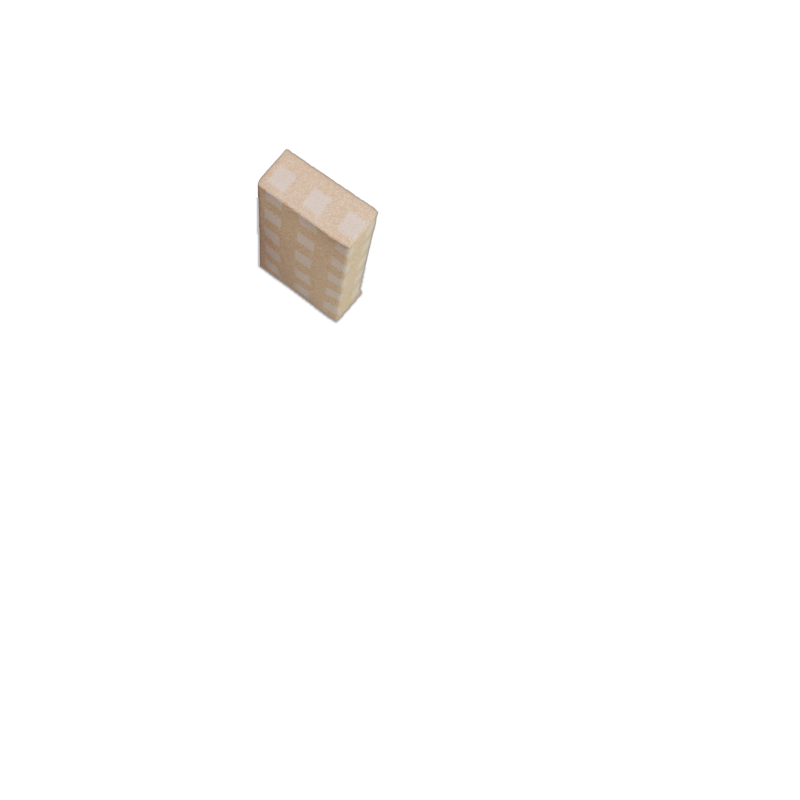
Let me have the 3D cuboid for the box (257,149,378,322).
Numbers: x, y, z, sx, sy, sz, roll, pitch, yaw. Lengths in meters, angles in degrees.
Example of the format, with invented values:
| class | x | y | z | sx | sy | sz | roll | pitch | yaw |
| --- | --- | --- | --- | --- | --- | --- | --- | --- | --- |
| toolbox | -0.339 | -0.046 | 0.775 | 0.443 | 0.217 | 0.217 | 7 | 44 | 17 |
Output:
| class | x | y | z | sx | sy | sz | roll | pitch | yaw |
| --- | --- | --- | --- | --- | --- | --- | --- | --- | --- |
| box | -0.073 | -0.133 | 0.933 | 0.096 | 0.049 | 0.169 | 37 | -14 | 7 |
